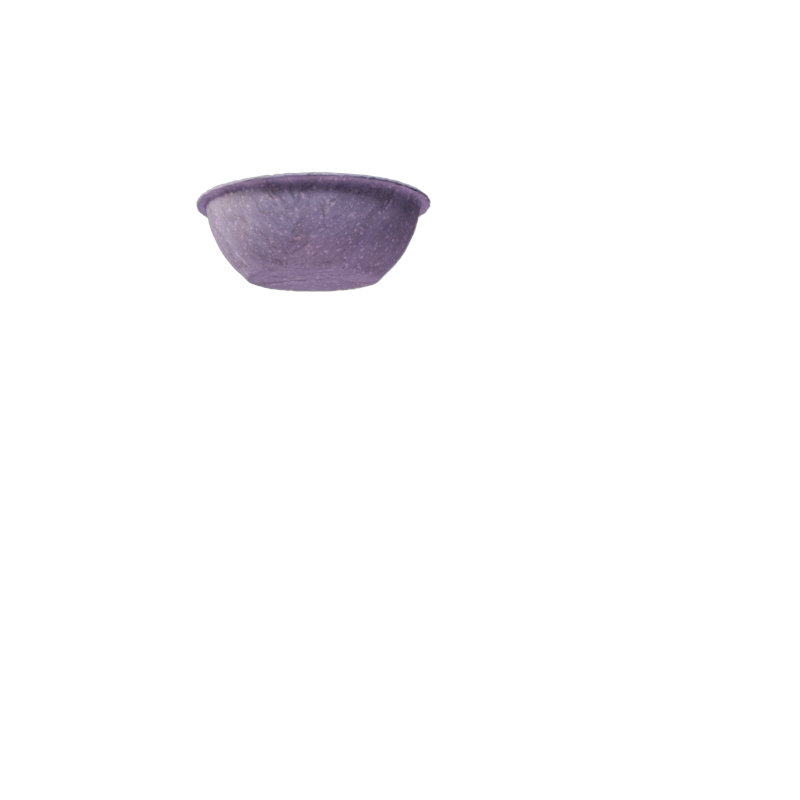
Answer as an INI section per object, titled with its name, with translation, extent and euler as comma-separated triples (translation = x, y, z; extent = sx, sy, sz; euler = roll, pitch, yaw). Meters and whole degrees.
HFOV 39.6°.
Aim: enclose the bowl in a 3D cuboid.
[bowl]
translation = -0.060, -0.109, 0.762
extent = 0.162, 0.056, 0.159
euler = 0, -5, -2
